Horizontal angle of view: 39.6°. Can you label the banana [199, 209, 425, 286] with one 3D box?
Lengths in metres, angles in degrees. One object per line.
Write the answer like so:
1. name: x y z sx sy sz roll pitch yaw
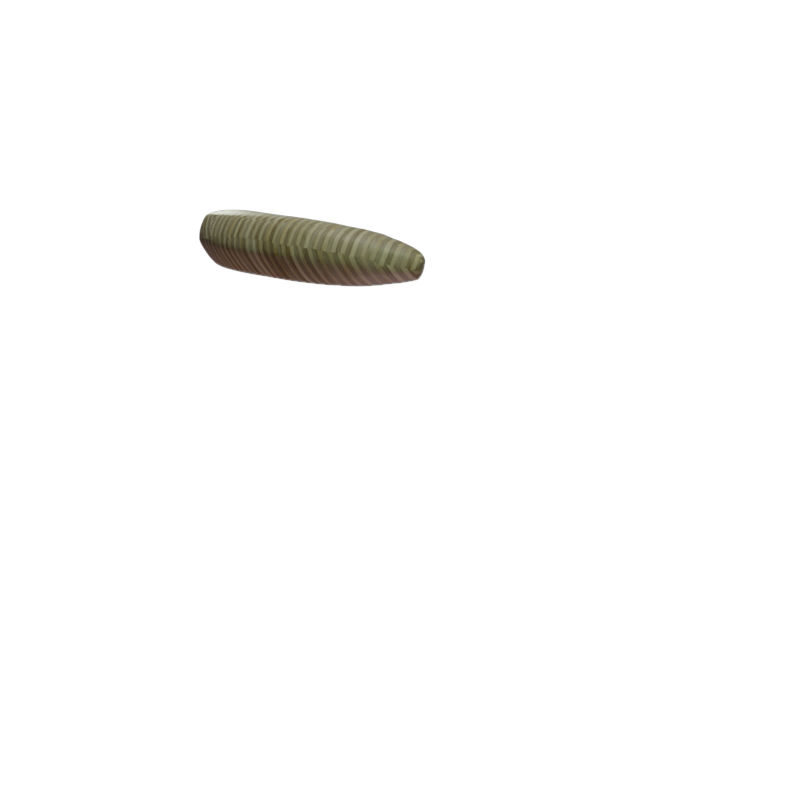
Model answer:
1. banana: -0.070 -0.094 0.662 0.068 0.036 0.208 -8 16 -34
